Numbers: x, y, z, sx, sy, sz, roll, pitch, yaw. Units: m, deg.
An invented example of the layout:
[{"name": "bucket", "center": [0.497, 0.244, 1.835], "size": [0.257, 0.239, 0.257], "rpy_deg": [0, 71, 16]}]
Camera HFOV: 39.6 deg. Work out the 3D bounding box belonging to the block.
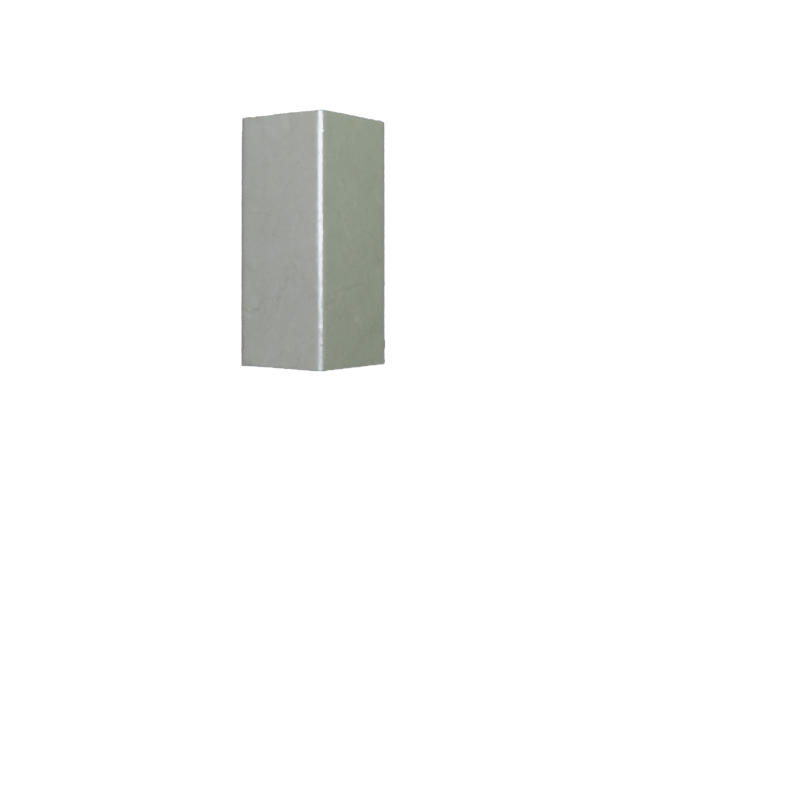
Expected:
[{"name": "block", "center": [-0.073, -0.133, 0.930], "size": [0.093, 0.207, 0.087], "rpy_deg": [0, 0, 36]}]
